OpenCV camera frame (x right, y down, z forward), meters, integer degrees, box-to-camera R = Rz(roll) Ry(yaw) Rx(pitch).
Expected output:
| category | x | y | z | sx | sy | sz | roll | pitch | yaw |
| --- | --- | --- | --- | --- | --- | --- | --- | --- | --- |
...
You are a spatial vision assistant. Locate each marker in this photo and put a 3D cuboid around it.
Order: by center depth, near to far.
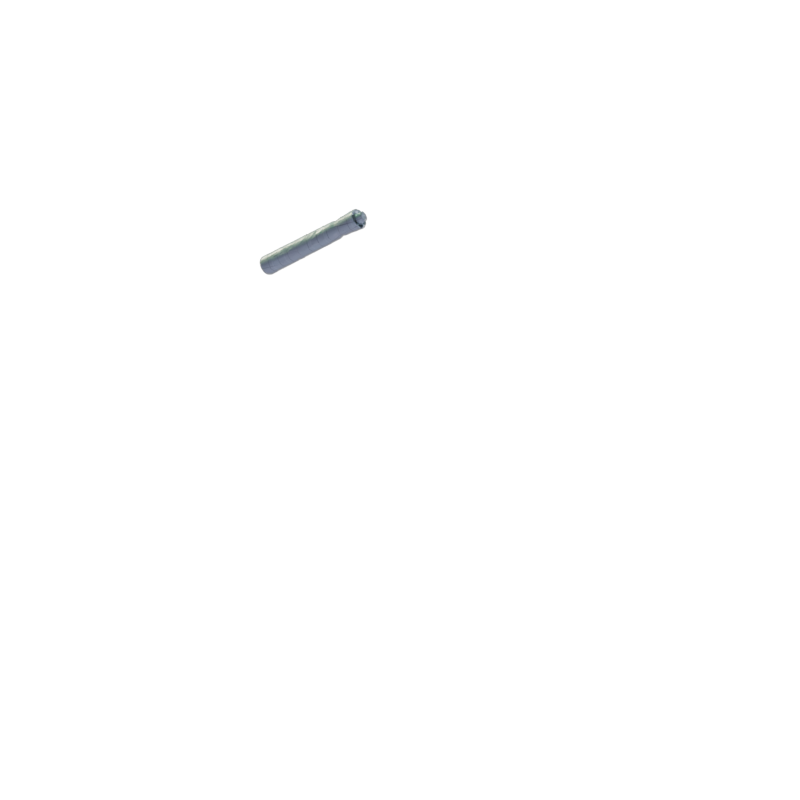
| category | x | y | z | sx | sy | sz | roll | pitch | yaw |
| --- | --- | --- | --- | --- | --- | --- | --- | --- | --- |
| marker | -0.078 | -0.143 | 0.999 | 0.122 | 0.020 | 0.019 | -21 | -9 | 35 |
